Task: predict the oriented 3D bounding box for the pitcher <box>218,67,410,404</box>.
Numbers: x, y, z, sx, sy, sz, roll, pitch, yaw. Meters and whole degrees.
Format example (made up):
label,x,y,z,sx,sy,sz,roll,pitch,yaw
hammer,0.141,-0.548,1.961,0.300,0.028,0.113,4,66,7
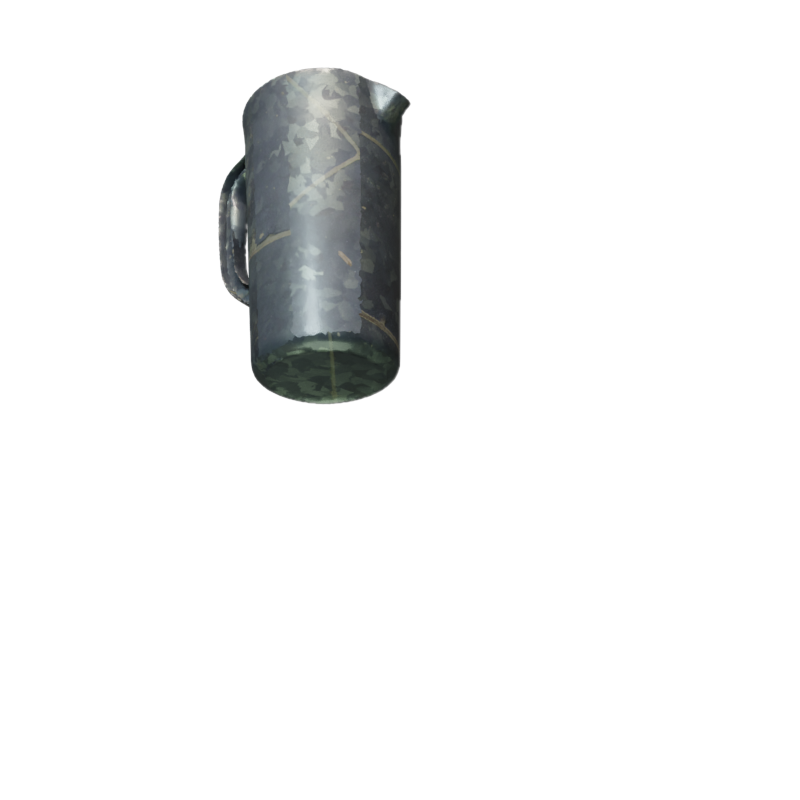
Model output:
label,x,y,z,sx,sy,sz,roll,pitch,yaw
pitcher,-0.068,-0.123,0.864,0.143,0.259,0.142,3,-30,-9
